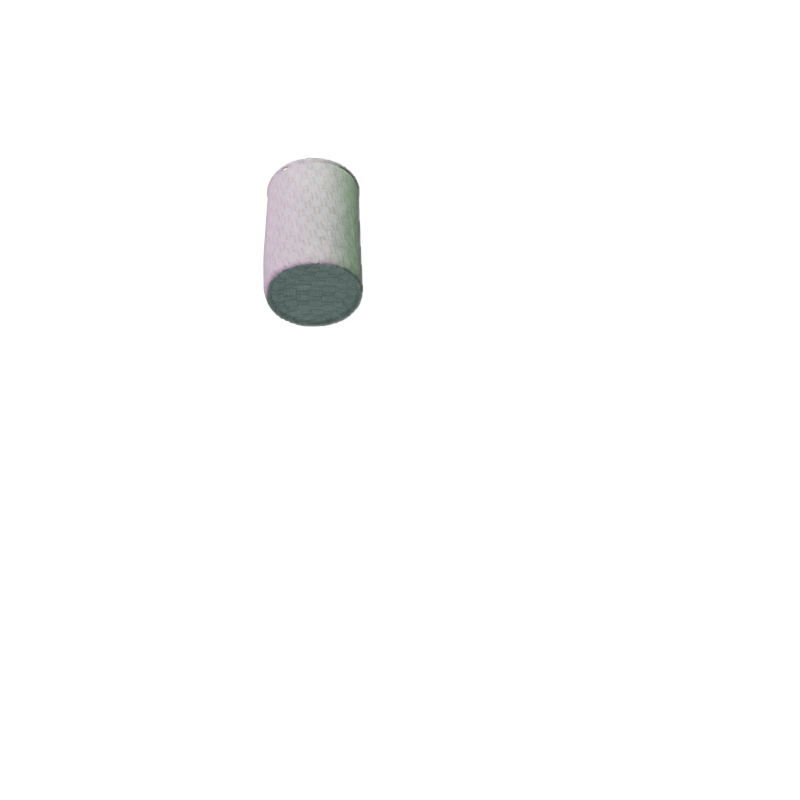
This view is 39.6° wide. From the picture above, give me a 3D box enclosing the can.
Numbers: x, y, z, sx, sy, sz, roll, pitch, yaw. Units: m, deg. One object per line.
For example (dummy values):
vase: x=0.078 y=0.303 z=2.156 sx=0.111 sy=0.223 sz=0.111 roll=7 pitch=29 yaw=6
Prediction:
can: x=-0.061 y=-0.111 z=0.775 sx=0.068 sy=0.110 sz=0.064 roll=-1 pitch=-40 yaw=-3
